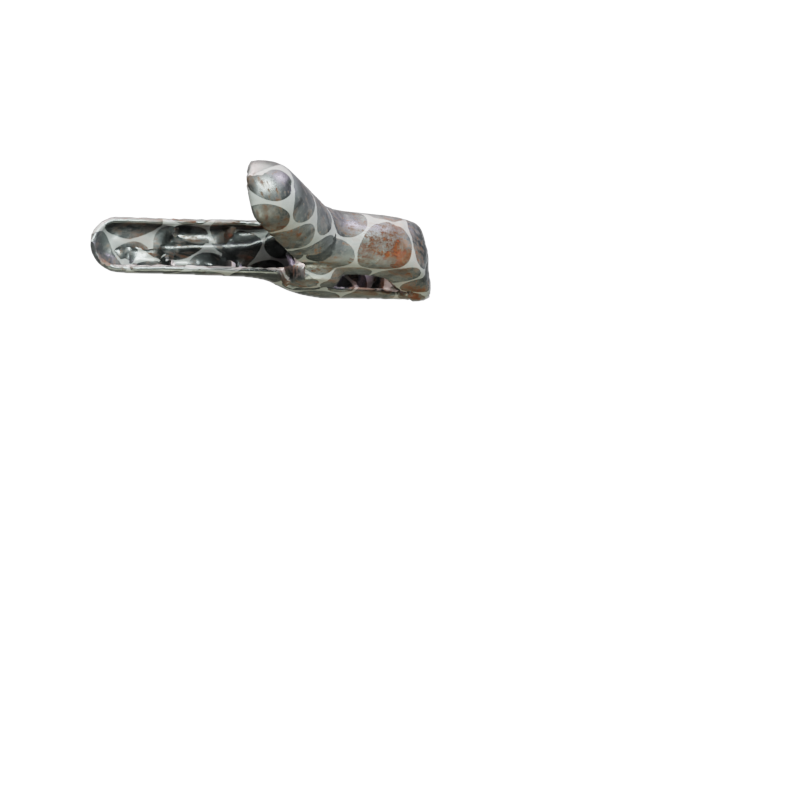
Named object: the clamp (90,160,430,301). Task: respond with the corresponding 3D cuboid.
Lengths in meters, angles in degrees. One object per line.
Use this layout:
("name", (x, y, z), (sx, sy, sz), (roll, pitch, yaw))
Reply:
("clamp", (-0.039, -0.072, 0.503), (0.164, 0.040, 0.123), (1, -3, -37))
